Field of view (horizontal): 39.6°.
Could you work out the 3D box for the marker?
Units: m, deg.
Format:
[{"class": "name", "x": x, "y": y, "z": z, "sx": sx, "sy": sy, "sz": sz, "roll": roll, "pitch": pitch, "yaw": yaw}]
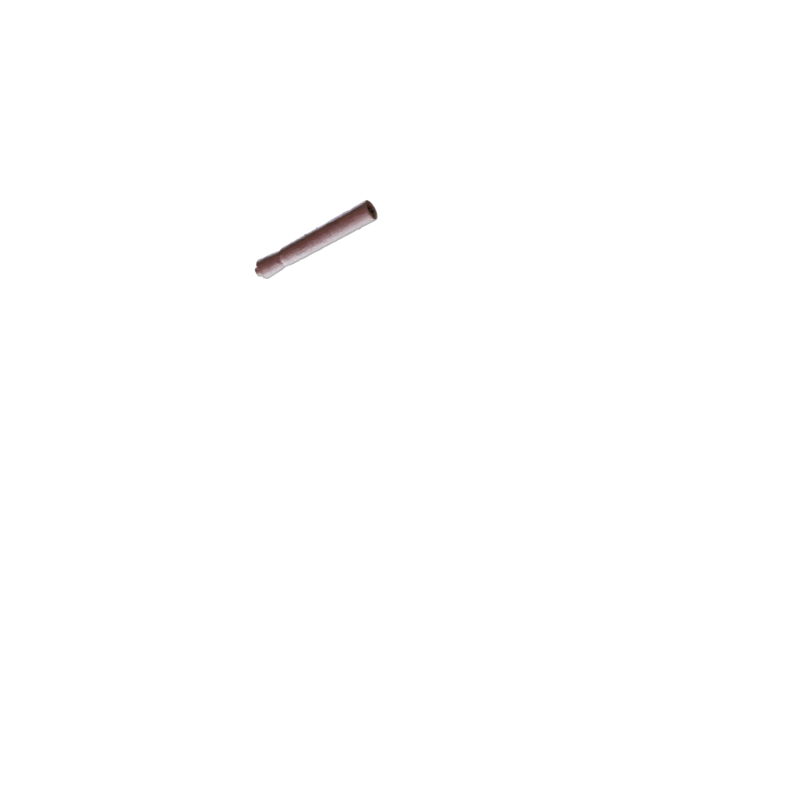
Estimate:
[{"class": "marker", "x": -0.074, "y": -0.134, "z": 0.940, "sx": 0.121, "sy": 0.020, "sz": 0.019, "roll": -25, "pitch": -7, "yaw": 24}]
